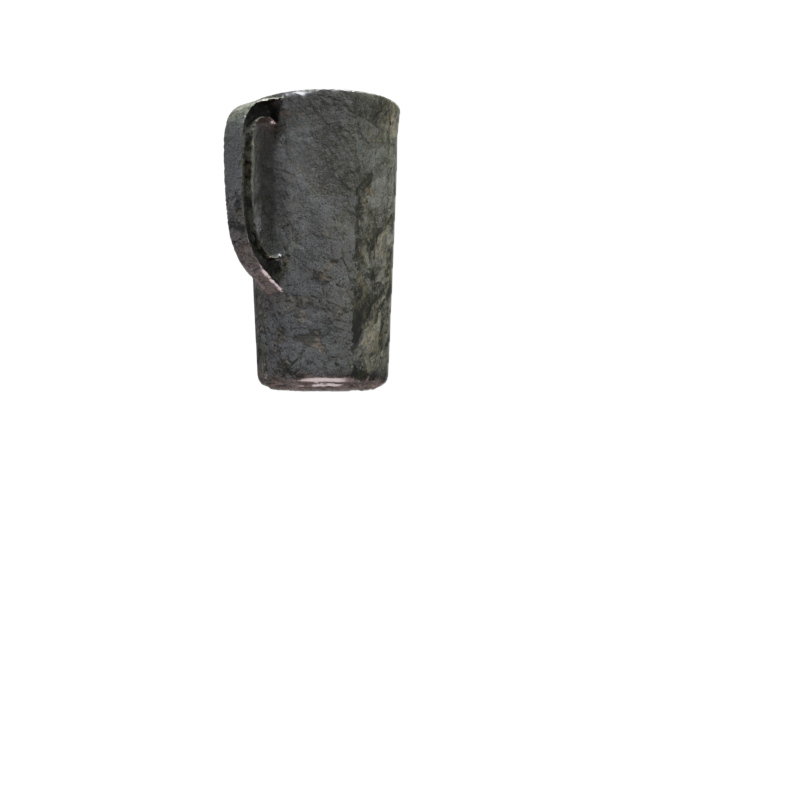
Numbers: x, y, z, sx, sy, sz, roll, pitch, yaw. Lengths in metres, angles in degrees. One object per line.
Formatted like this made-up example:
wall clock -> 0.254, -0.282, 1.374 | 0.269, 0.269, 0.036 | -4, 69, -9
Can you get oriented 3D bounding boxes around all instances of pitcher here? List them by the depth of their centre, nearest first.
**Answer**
pitcher -> -0.072, -0.132, 0.924 | 0.148, 0.249, 0.143 | 0, -8, -6
